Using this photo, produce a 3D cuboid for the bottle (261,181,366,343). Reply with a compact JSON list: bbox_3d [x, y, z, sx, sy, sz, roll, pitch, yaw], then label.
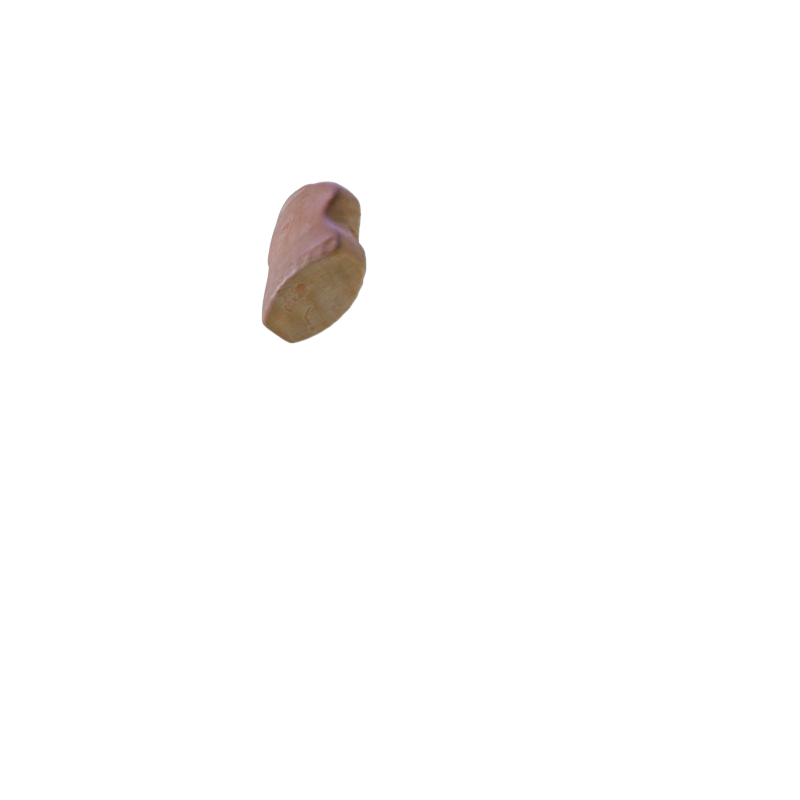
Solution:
[{"bbox_3d":[-0.074,-0.135,0.949,0.056,0.094,0.204,35,25,-24],"label":"bottle"}]
